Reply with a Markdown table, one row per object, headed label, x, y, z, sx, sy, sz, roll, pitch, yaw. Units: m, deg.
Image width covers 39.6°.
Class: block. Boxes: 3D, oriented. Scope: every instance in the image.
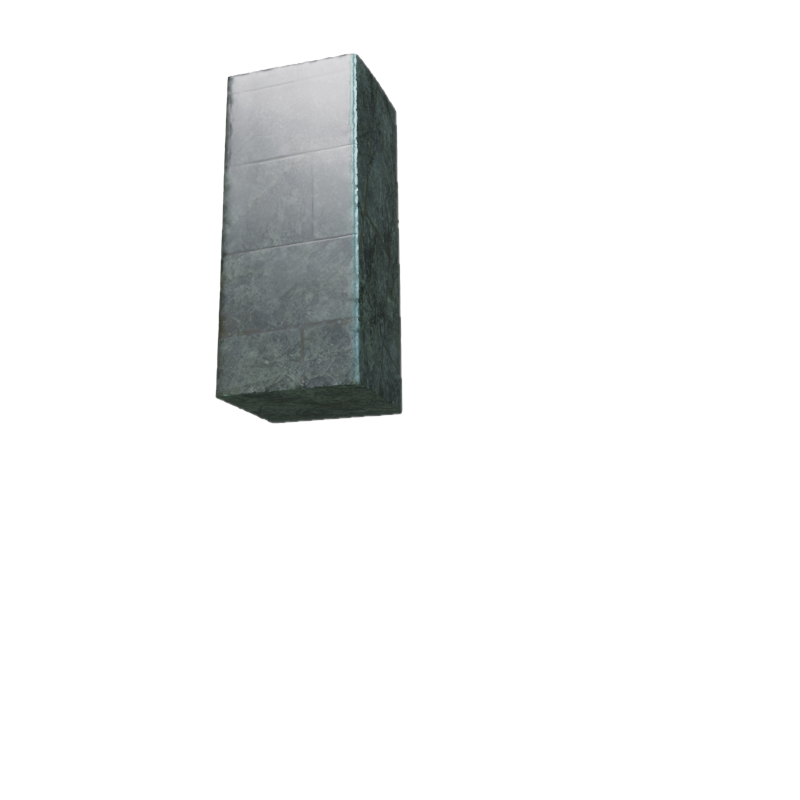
| label | x | y | z | sx | sy | sz | roll | pitch | yaw |
| --- | --- | --- | --- | --- | --- | --- | --- | --- | --- |
| block | -0.054 | -0.098 | 0.690 | 0.092 | 0.216 | 0.085 | -7 | -19 | 17 |
